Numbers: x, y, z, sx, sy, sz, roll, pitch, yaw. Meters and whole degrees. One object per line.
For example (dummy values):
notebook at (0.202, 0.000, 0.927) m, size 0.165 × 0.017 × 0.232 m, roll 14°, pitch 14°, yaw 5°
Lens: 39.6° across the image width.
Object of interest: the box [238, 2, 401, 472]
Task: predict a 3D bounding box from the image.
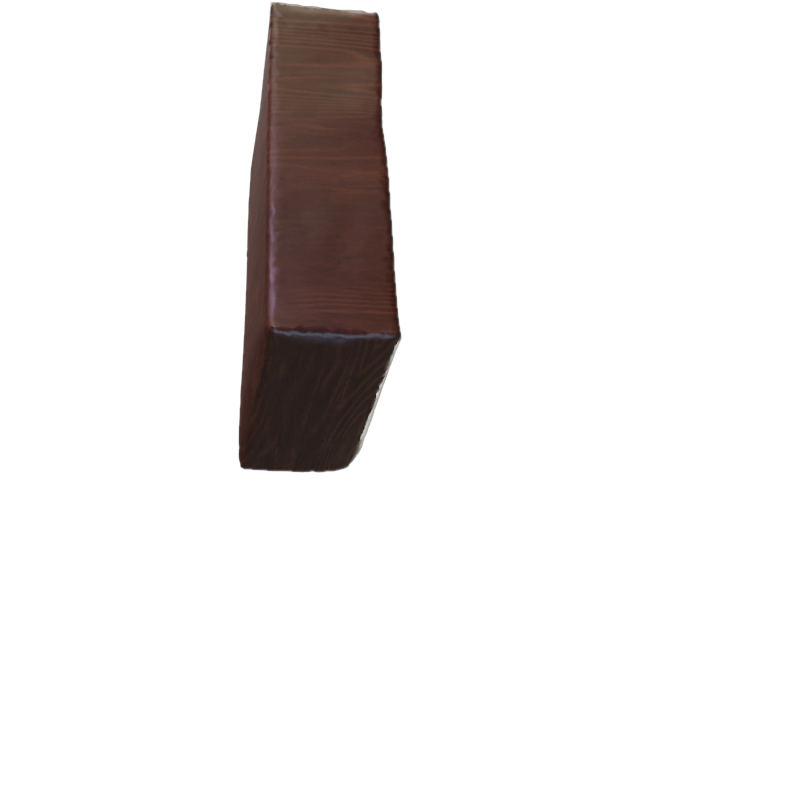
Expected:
box at (-0.049, -0.089, 0.626) m, size 0.071 × 0.228 × 0.156 m, roll 4°, pitch -32°, yaw -10°
